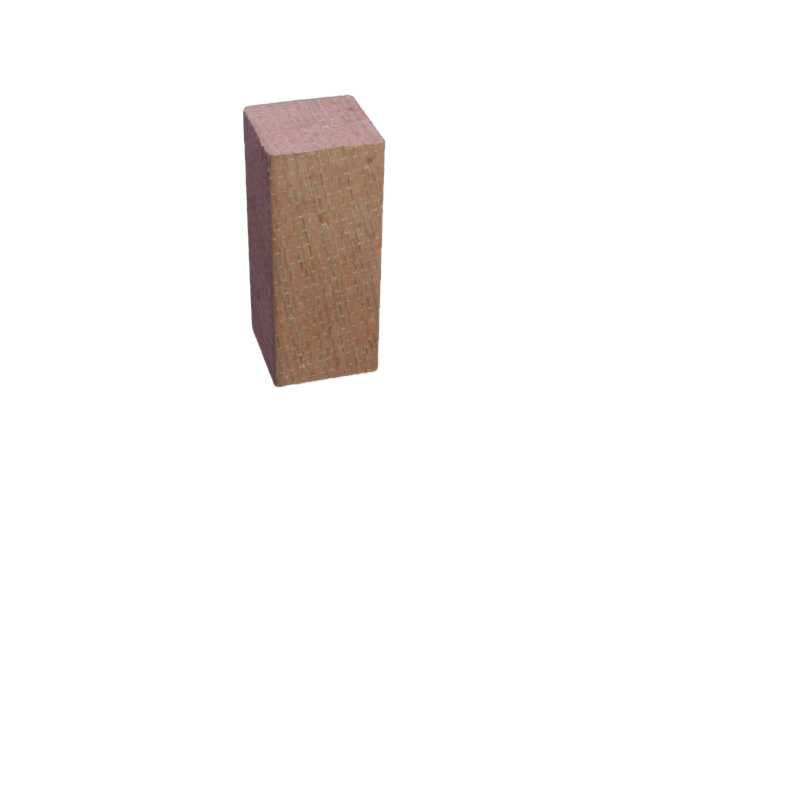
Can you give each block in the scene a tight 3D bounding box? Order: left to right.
[{"bbox_3d":[-0.069,-0.125,0.873,0.089,0.193,0.098,-8,36,-15],"label":"block"}]
